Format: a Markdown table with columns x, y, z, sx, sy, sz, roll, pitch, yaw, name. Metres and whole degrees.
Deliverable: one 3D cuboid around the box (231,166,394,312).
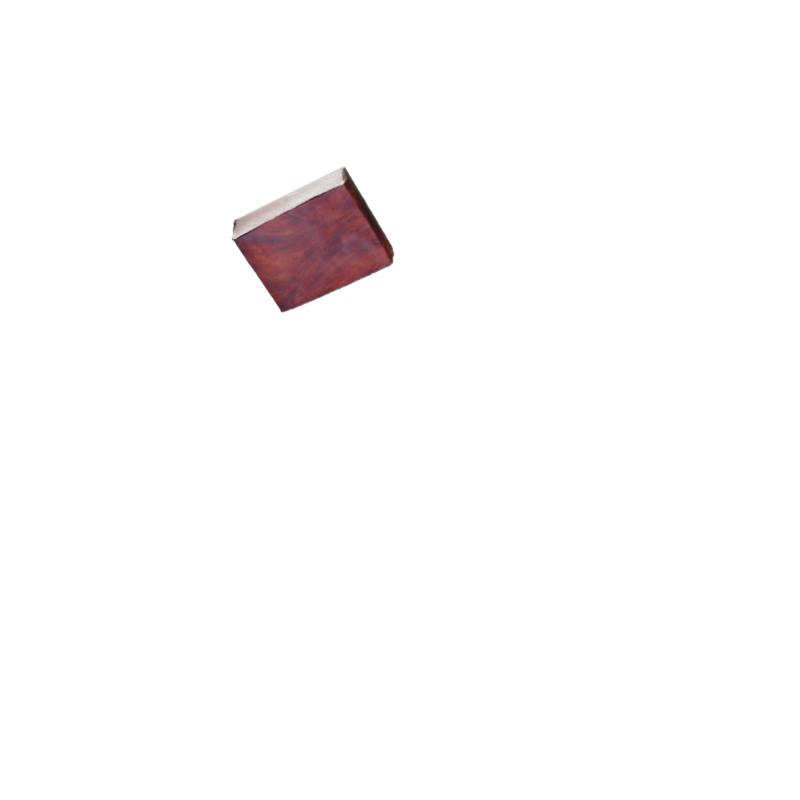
| x | y | z | sx | sy | sz | roll | pitch | yaw | name |
| --- | --- | --- | --- | --- | --- | --- | --- | --- | --- |
| -0.074 | -0.136 | 0.952 | 0.114 | 0.084 | 0.041 | -24 | 28 | 13 | box |
